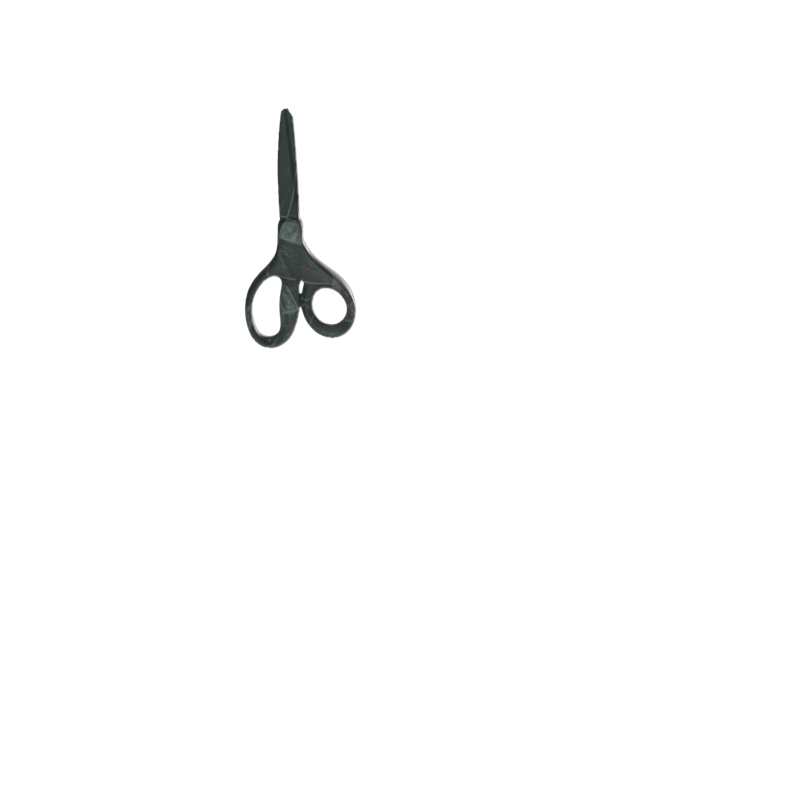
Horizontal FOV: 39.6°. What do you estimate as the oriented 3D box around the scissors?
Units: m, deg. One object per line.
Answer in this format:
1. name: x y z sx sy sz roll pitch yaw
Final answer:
1. scissors: -0.066 -0.120 0.842 0.095 0.192 0.017 14 31 -9
